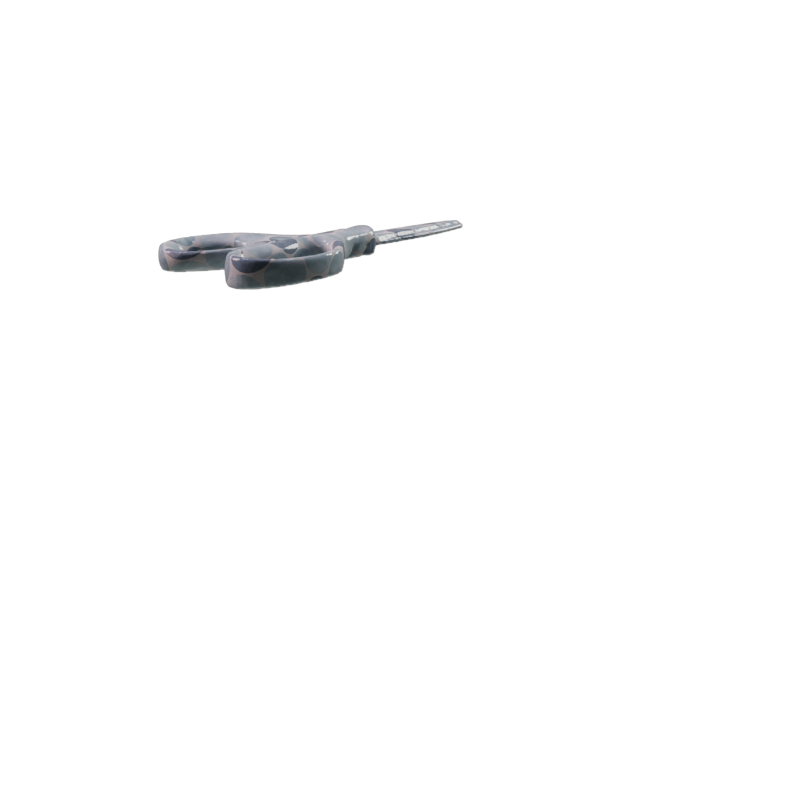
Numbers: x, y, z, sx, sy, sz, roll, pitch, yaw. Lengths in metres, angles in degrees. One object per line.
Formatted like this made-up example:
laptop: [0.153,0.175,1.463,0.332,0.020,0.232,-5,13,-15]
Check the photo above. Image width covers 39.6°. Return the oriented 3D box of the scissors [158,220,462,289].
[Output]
scissors: [-0.043,-0.079,0.555,0.099,0.015,0.201,6,16,20]
